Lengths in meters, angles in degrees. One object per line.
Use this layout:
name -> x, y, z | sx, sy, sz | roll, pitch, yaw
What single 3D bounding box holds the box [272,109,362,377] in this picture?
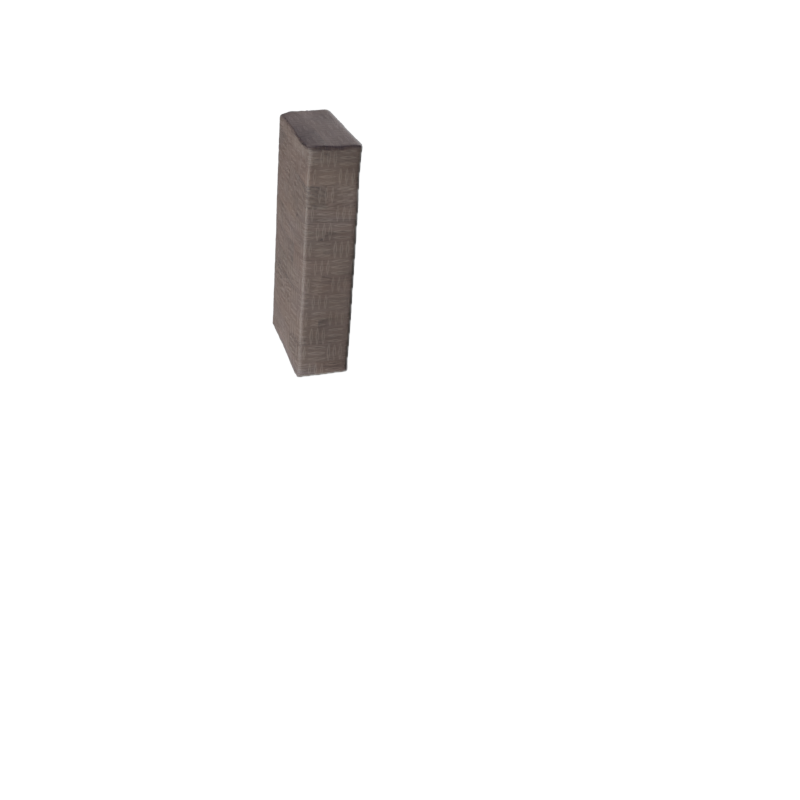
box -> -0.064, -0.116, 0.813 | 0.047, 0.167, 0.100 | -5, 26, -16
